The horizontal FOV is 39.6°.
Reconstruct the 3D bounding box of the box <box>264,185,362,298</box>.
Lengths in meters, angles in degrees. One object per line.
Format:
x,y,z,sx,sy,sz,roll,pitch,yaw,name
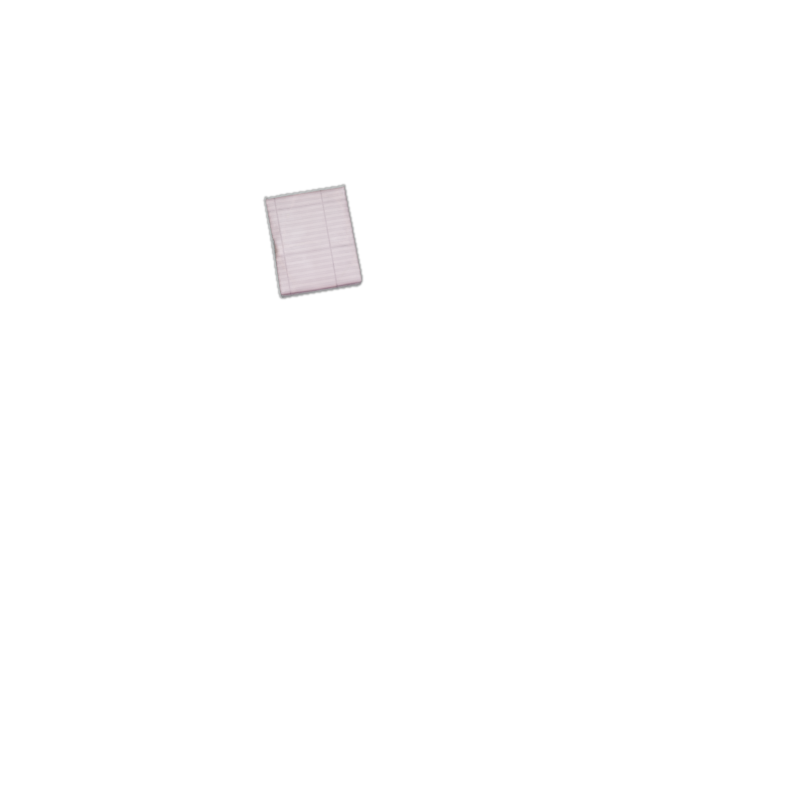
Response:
-0.077,-0.140,0.977,0.073,0.092,0.029,-9,-9,-2,box
